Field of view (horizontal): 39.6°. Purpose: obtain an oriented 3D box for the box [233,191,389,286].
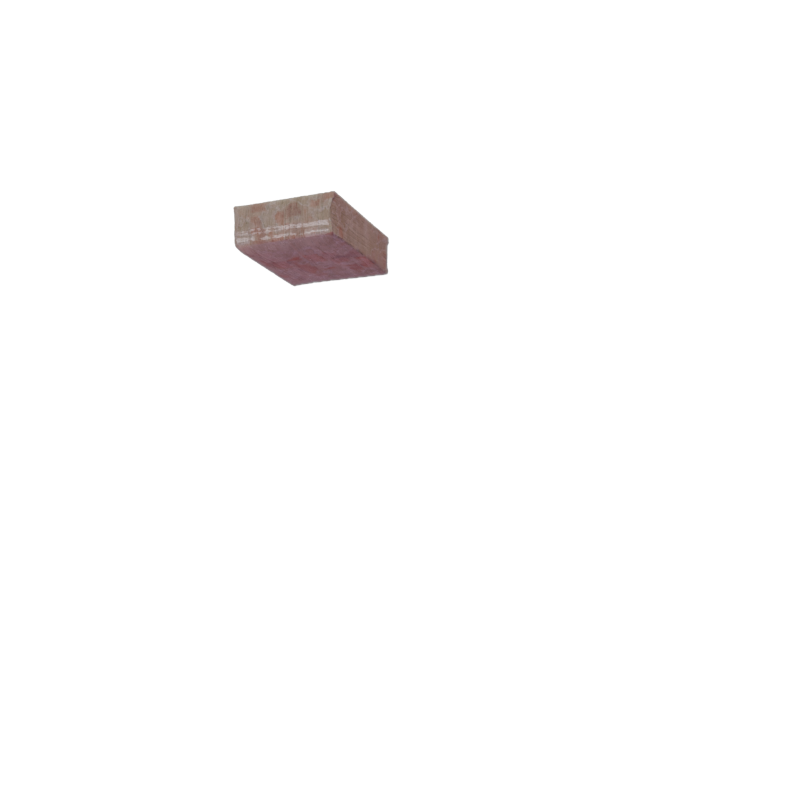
[{"bbox_3d":[-0.070,-0.128,0.899,0.092,0.040,0.107,-6,-13,23],"label":"box"}]
